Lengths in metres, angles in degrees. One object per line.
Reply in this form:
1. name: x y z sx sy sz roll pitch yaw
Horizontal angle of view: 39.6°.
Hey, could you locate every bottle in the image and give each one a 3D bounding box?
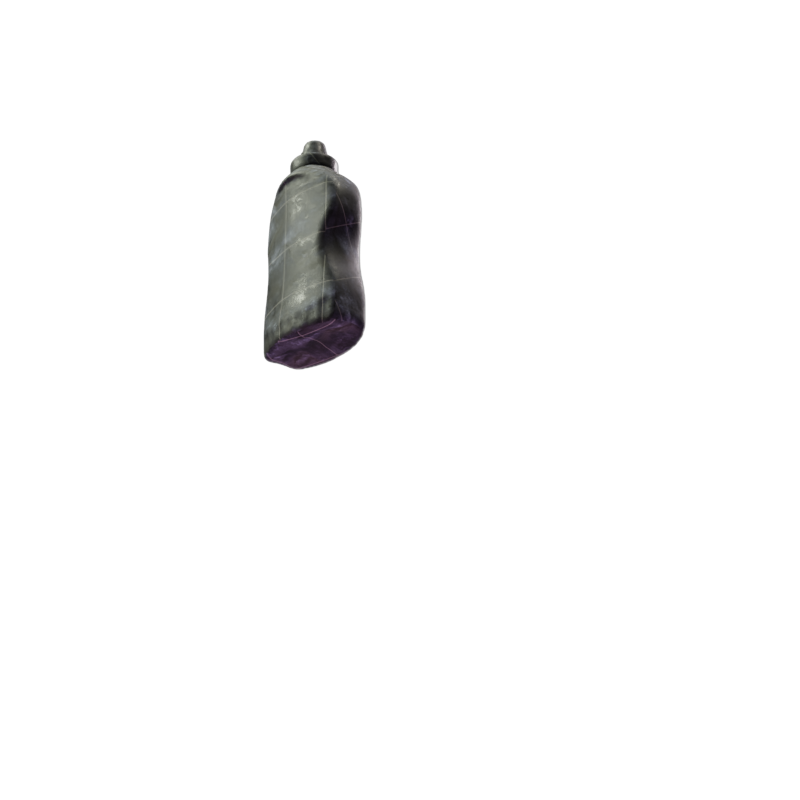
1. bottle: -0.070 -0.128 0.895 0.055 0.204 0.095 18 -34 -33
